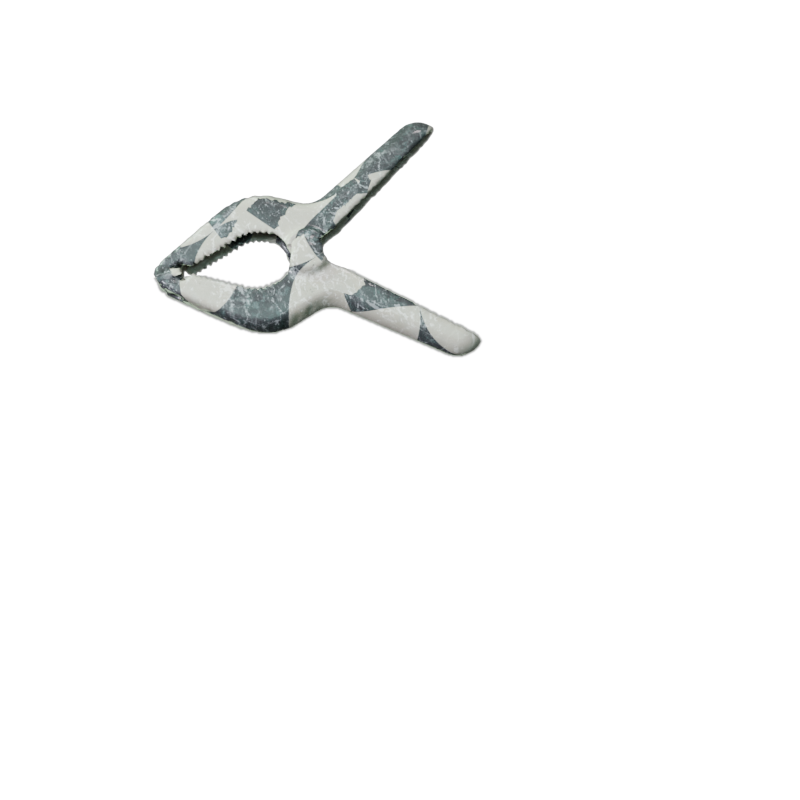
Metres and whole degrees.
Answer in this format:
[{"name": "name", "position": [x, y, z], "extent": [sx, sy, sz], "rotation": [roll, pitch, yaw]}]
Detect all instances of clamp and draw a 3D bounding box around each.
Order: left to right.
[{"name": "clamp", "position": [-0.058, -0.106, 0.741], "extent": [0.209, 0.172, 0.035], "rotation": [-3, -19, -1]}]
